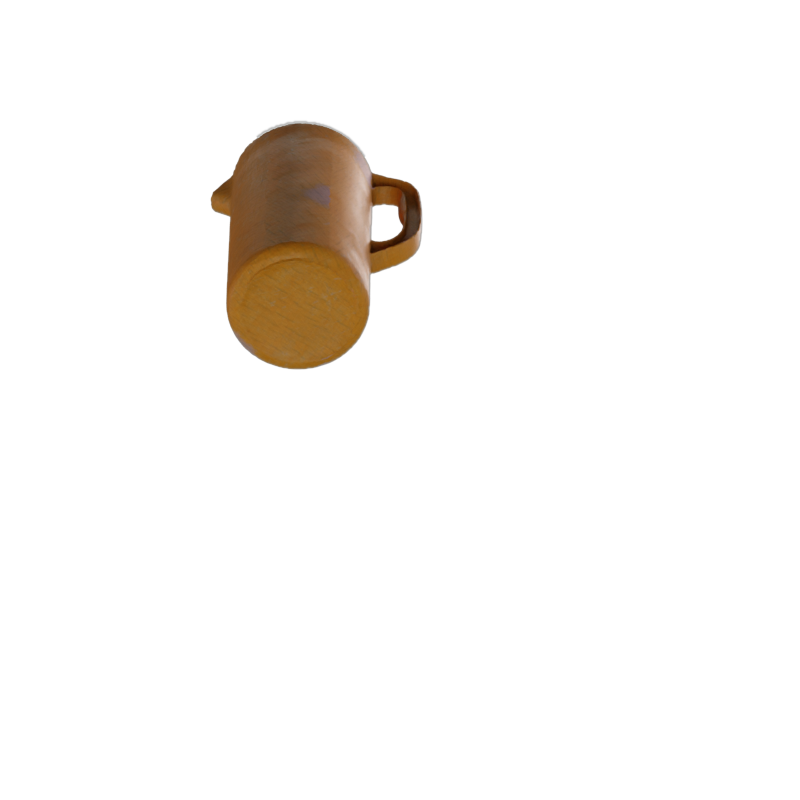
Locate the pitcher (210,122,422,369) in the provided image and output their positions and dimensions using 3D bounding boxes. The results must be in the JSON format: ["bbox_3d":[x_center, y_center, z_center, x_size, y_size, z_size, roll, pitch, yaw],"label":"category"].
[{"bbox_3d":[-0.072,-0.132,0.926,0.138,0.147,0.258,39,21,-23],"label":"pitcher"}]
